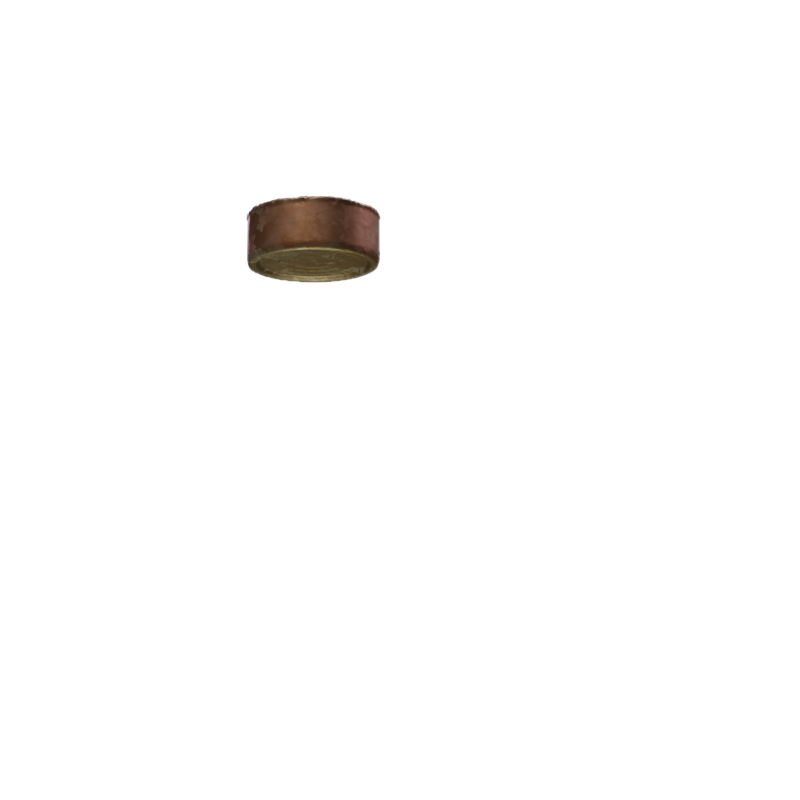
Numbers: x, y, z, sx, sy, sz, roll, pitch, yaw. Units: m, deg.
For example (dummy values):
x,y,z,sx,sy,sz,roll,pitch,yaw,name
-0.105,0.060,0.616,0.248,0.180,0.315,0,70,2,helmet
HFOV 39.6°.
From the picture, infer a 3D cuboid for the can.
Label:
x,y,z,sx,sy,sz,roll,pitch,yaw,name
-0.055,-0.101,0.707,0.086,0.035,0.083,0,-10,-2,can
